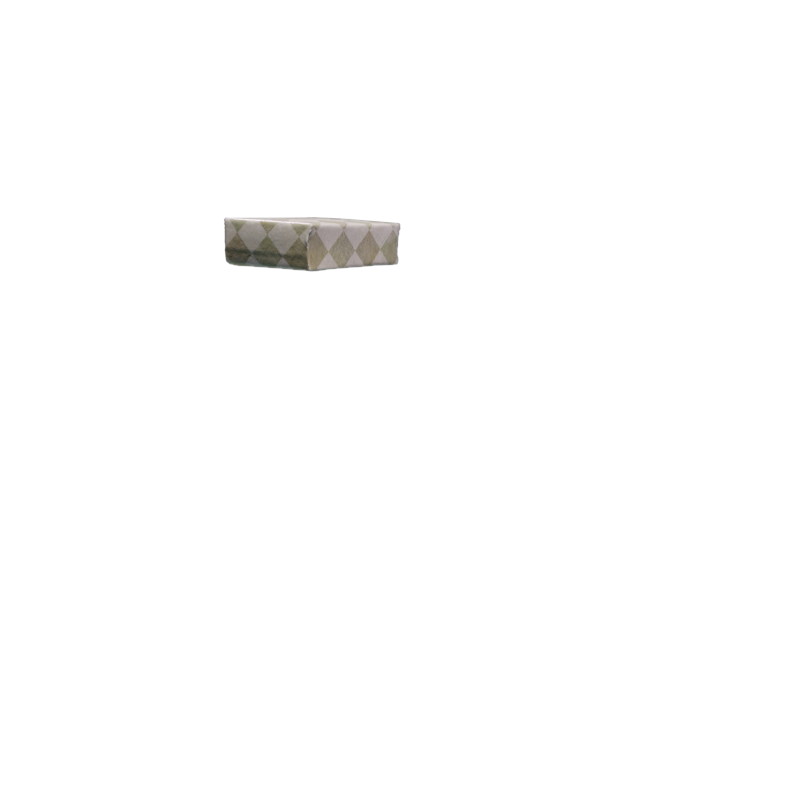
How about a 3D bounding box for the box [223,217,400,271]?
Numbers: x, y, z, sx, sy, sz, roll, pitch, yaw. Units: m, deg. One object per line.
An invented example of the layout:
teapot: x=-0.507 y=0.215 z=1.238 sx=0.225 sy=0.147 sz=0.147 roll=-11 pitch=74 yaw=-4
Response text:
box: x=-0.068 y=-0.123 z=0.865 sx=0.094 sy=0.038 sz=0.110 roll=8 pitch=14 yaw=37
